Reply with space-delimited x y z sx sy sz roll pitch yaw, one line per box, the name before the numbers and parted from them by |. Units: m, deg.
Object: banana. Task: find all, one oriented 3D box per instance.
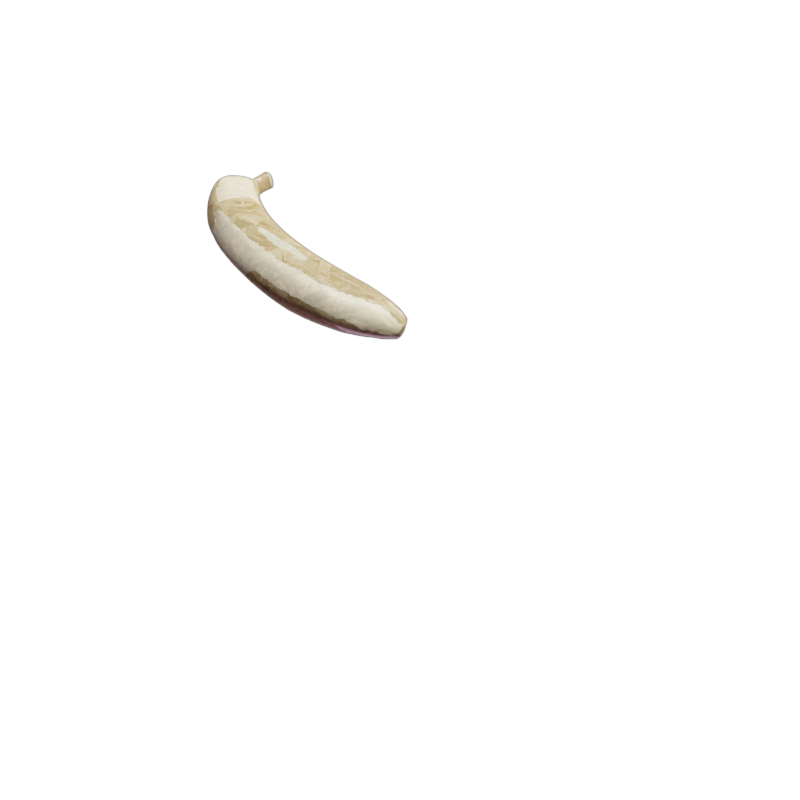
banana | -0.071 -0.094 0.675 0.069 0.034 0.214 -17 42 -21
